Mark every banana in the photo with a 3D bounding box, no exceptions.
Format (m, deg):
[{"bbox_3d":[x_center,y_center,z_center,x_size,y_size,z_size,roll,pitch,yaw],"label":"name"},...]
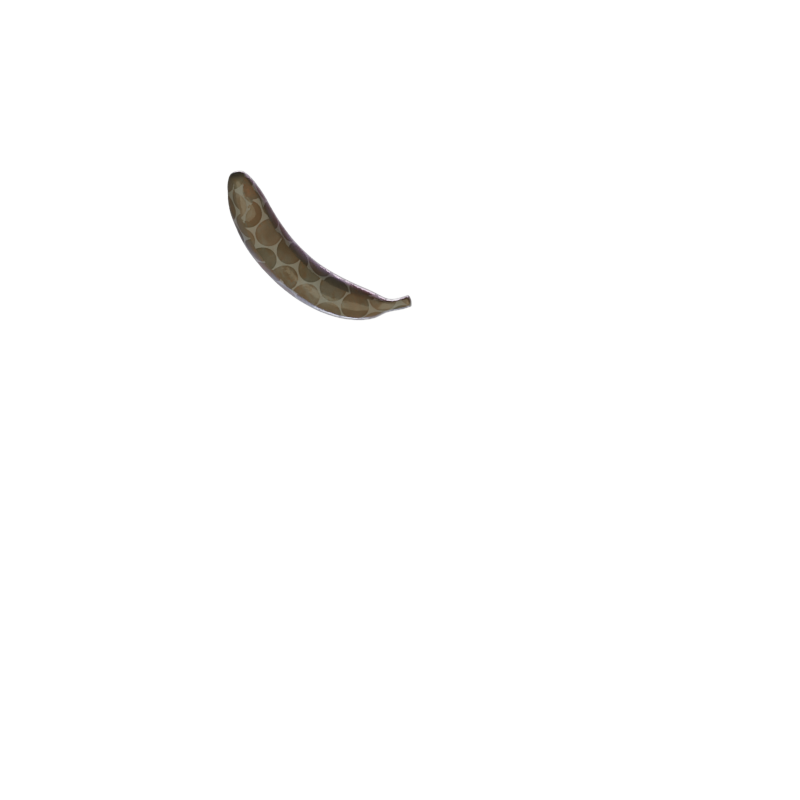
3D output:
[{"bbox_3d":[-0.084,-0.123,0.968,0.190,0.068,0.039,35,24,-18],"label":"banana"}]
